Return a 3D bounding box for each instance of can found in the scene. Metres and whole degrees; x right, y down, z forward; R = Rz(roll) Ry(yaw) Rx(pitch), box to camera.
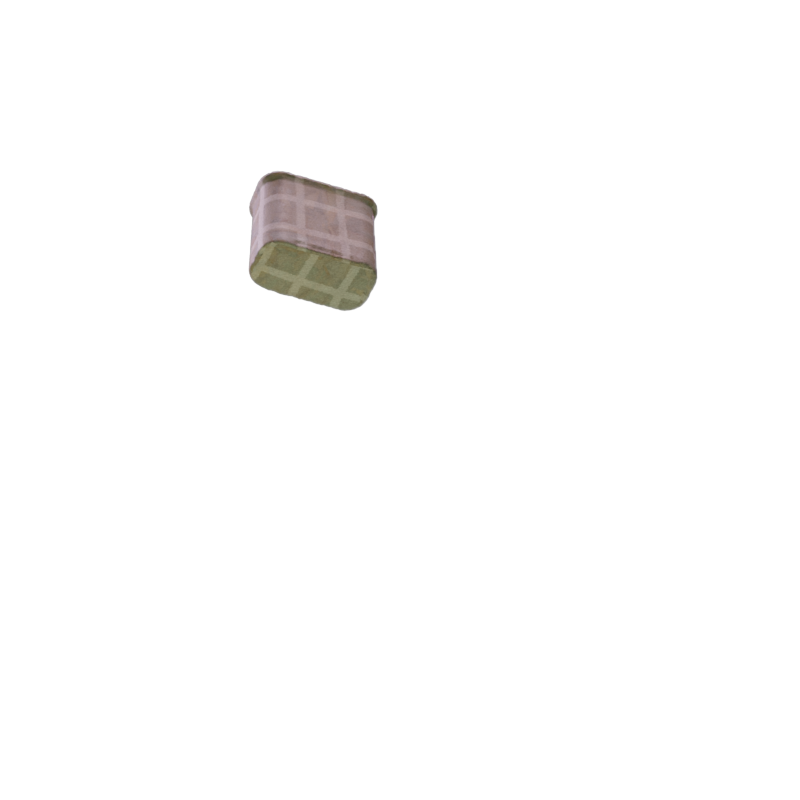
[{"bbox_3d":[-0.068,-0.124,0.871,0.099,0.090,0.055,14,-48,-15],"label":"can"}]
